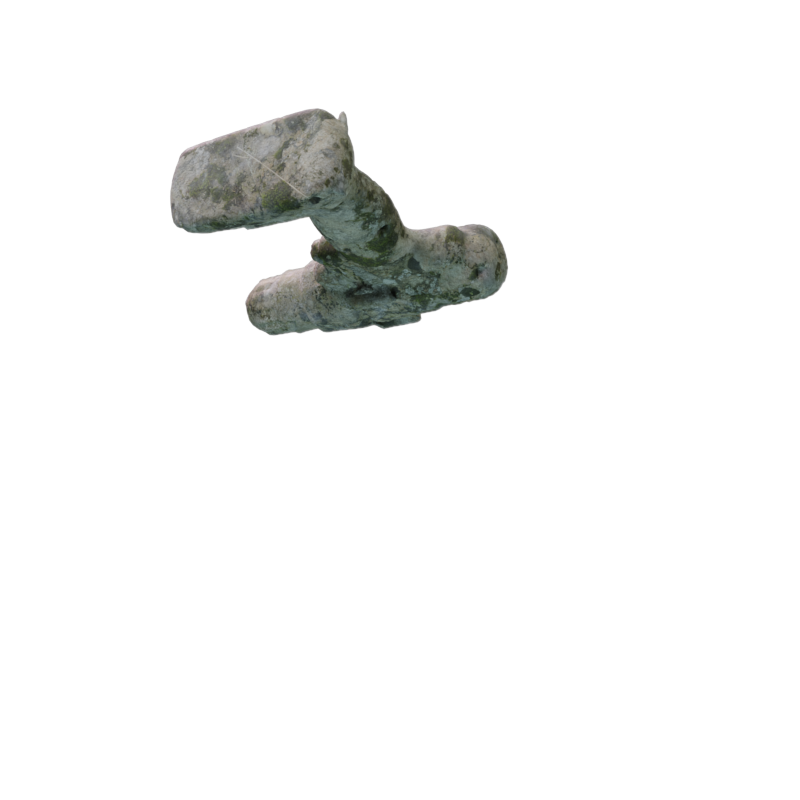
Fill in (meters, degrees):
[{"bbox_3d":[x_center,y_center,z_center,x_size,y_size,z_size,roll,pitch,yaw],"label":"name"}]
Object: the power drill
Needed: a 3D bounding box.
[{"bbox_3d":[-0.052,-0.095,0.664,0.188,0.060,0.175,-11,-23,28],"label":"power drill"}]
